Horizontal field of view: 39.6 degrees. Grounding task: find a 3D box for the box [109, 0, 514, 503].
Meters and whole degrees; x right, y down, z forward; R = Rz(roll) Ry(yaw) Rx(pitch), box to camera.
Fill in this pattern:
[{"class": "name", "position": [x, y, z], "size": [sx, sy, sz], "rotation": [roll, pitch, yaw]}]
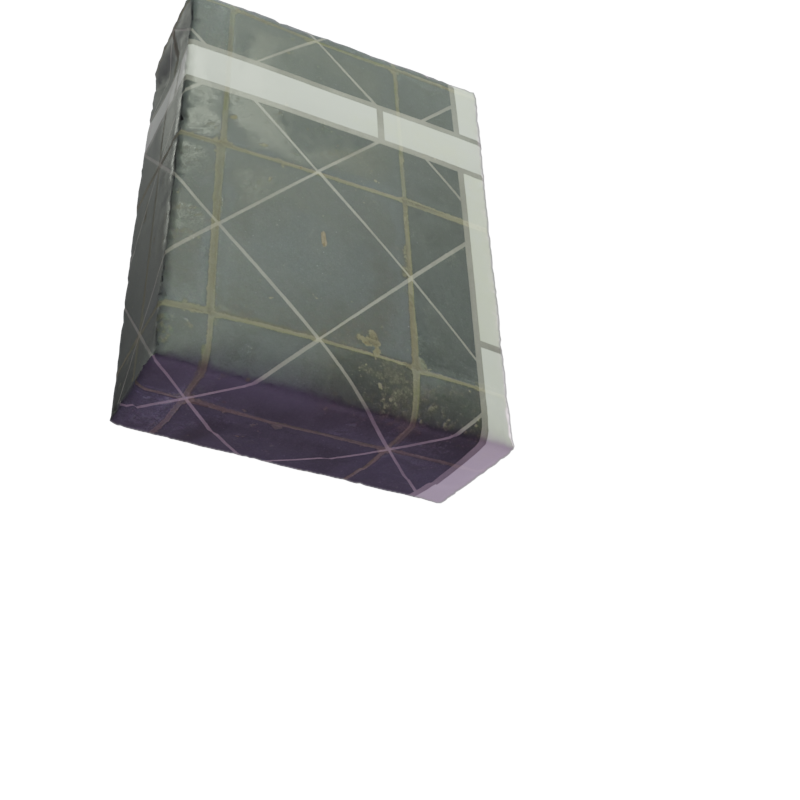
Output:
[{"class": "box", "position": [-0.041, -0.075, 0.525], "size": [0.158, 0.229, 0.070], "rotation": [14, -39, -22]}]
